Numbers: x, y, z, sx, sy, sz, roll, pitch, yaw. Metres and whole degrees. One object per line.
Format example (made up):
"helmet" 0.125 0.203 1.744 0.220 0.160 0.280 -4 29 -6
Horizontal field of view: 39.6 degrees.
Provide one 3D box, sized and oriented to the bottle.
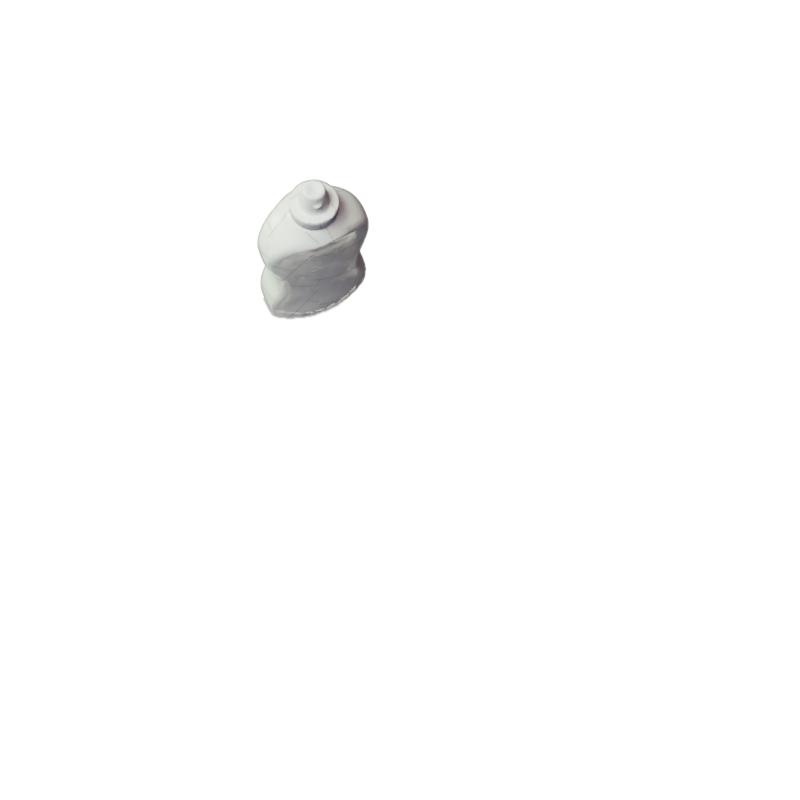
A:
"bottle" -0.074 -0.136 0.954 0.095 0.062 0.182 -21 -17 -11
